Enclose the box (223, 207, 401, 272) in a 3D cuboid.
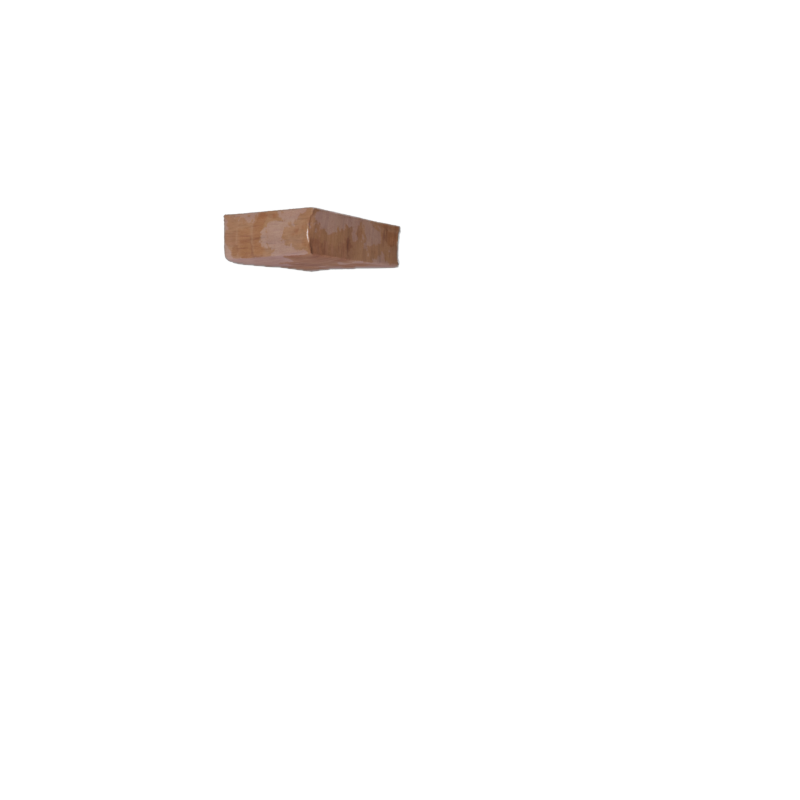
[{"bbox_3d":[-0.067,-0.122,0.856,0.093,0.039,0.109,1,1,37],"label":"box"}]
